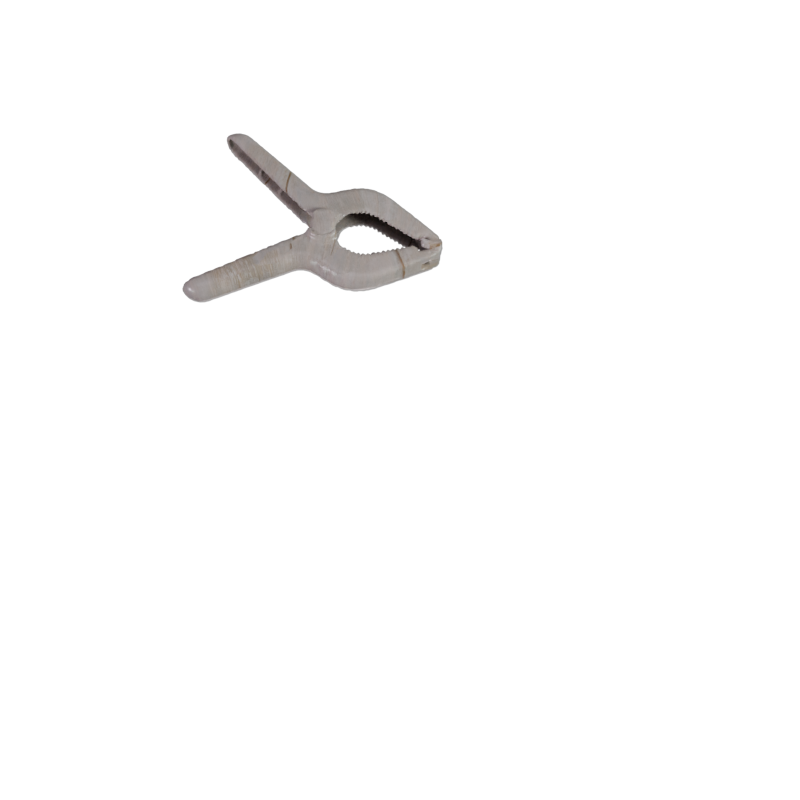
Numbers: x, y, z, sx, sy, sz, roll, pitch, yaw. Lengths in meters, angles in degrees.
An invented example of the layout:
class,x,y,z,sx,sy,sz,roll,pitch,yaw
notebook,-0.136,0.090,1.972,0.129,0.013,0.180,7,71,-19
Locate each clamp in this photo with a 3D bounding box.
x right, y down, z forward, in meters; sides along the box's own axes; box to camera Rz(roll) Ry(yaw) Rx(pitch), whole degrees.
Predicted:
class,x,y,z,sx,sy,sz,roll,pitch,yaw
clamp,-0.073,-0.133,0.930,0.213,0.172,0.034,16,-26,8
